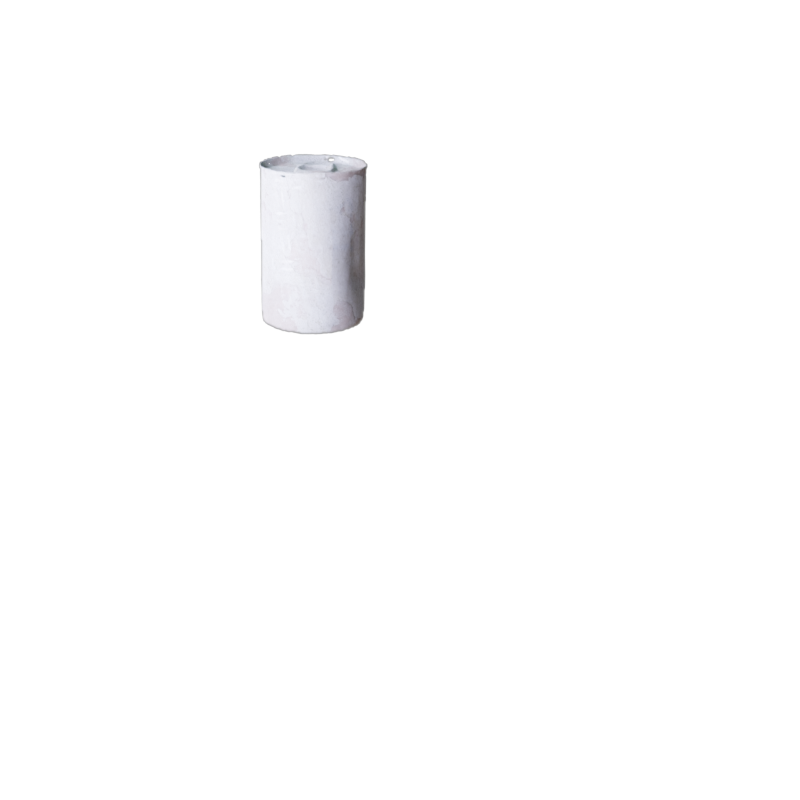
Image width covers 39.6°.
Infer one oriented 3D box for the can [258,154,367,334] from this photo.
[{"bbox_3d":[-0.055,-0.100,0.703,0.068,0.098,0.071,0,17,-2],"label":"can"}]
